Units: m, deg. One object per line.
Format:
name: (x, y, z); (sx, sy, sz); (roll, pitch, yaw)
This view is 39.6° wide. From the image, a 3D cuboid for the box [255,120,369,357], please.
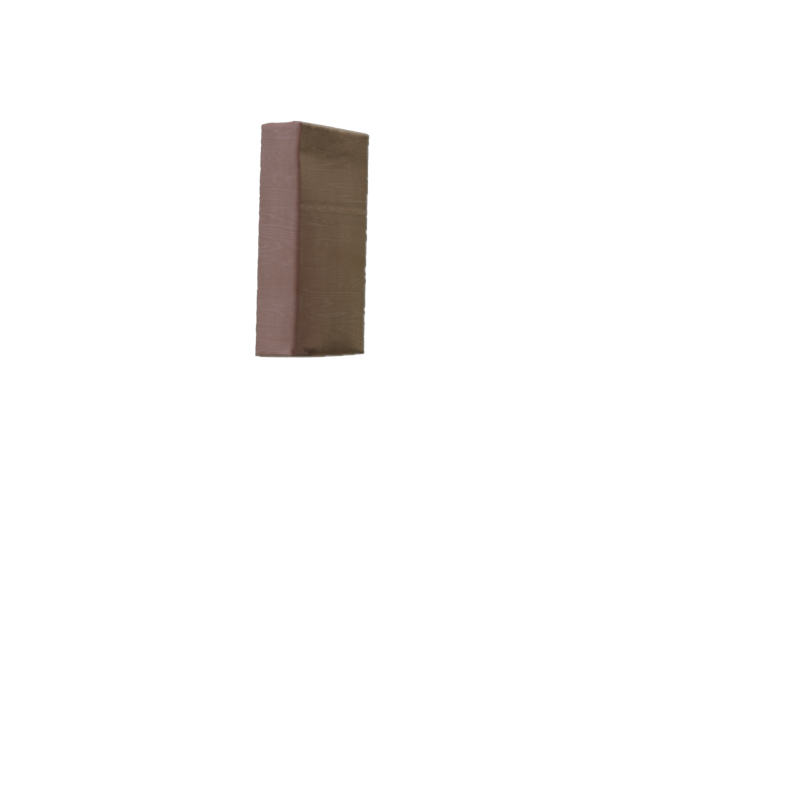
box: (-0.067, -0.122, 0.855); (0.050, 0.177, 0.090); (-2, -2, 35)
